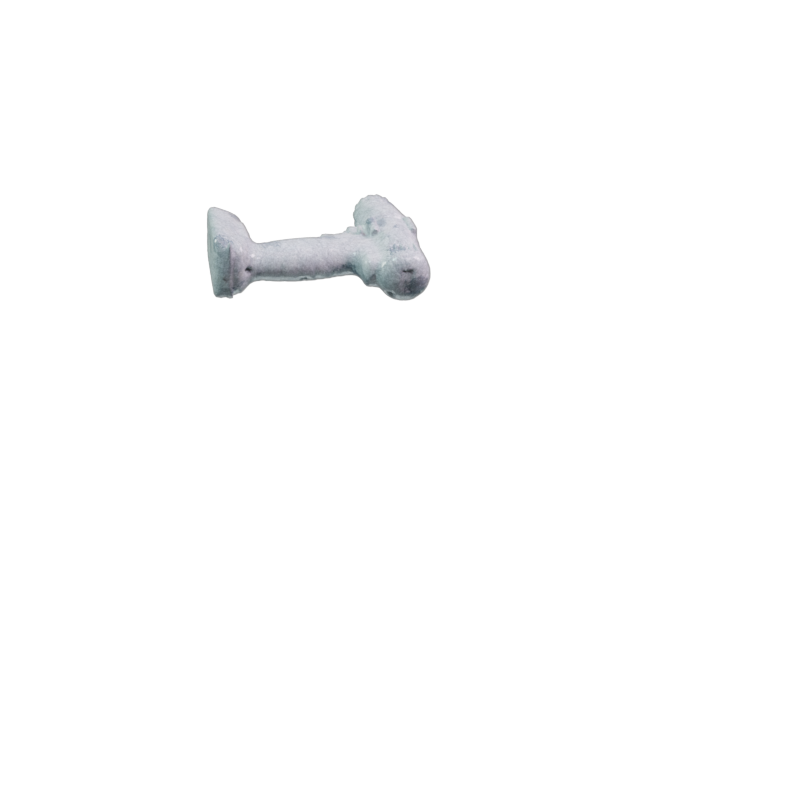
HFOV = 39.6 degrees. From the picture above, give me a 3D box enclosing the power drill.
[{"bbox_3d":[-0.078,-0.141,0.990,0.186,0.055,0.196,-4,26,-8],"label":"power drill"}]
